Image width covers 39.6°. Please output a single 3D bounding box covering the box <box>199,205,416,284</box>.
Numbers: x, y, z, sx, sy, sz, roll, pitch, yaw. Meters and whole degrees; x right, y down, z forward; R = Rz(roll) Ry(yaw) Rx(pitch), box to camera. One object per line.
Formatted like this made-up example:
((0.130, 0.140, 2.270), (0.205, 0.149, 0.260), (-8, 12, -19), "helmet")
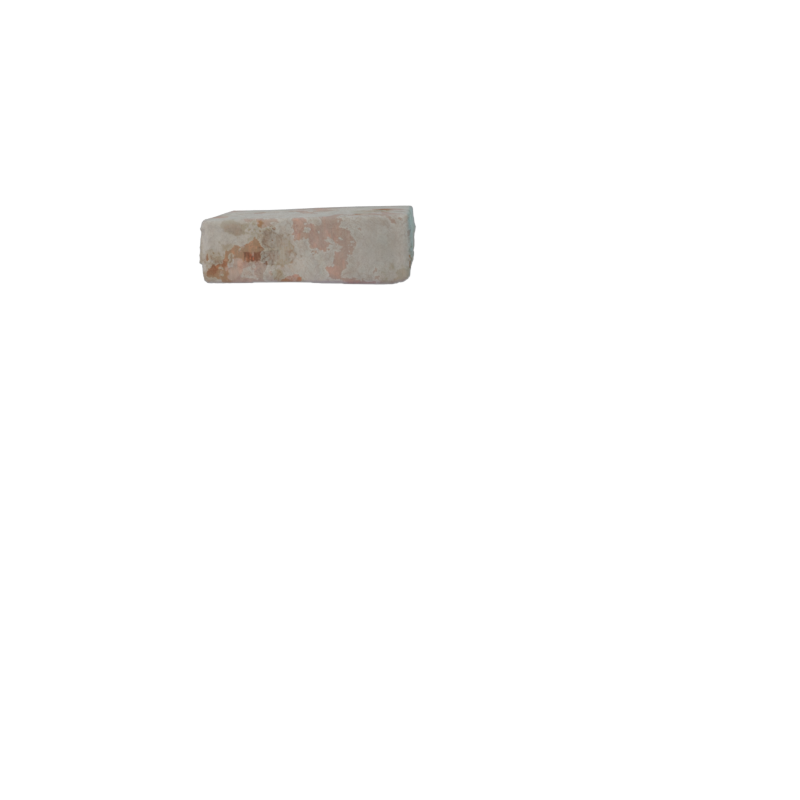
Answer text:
((-0.049, -0.089, 0.623), (0.114, 0.038, 0.091), (1, 13, 4), "box")
